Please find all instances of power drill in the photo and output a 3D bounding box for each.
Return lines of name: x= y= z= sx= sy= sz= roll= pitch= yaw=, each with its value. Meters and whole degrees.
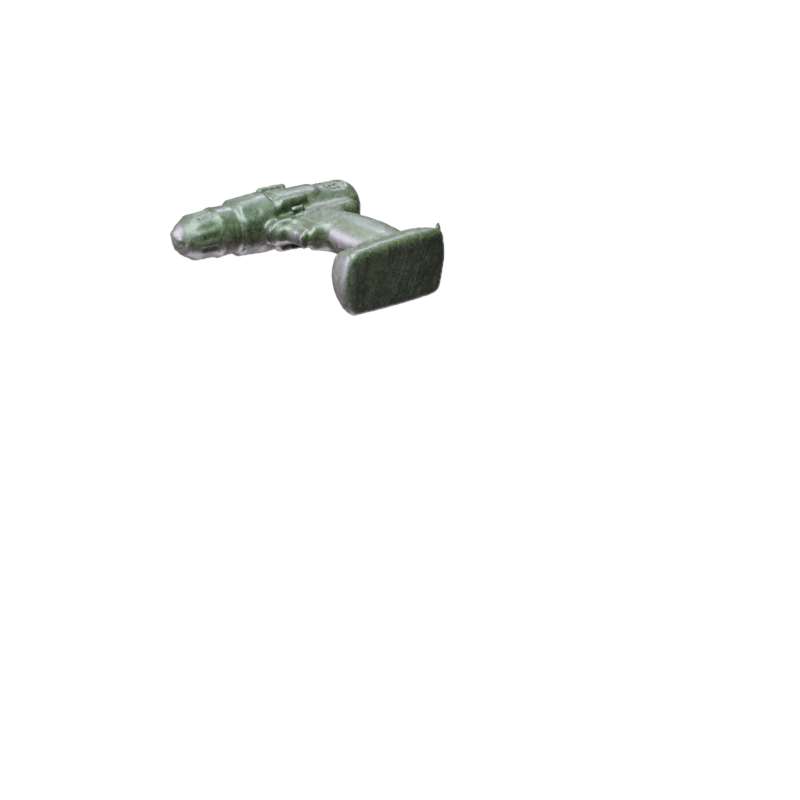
power drill: x=-0.071 y=-0.130 z=0.912 sx=0.182 sy=0.054 sz=0.201 roll=-20 pitch=35 yaw=-33
